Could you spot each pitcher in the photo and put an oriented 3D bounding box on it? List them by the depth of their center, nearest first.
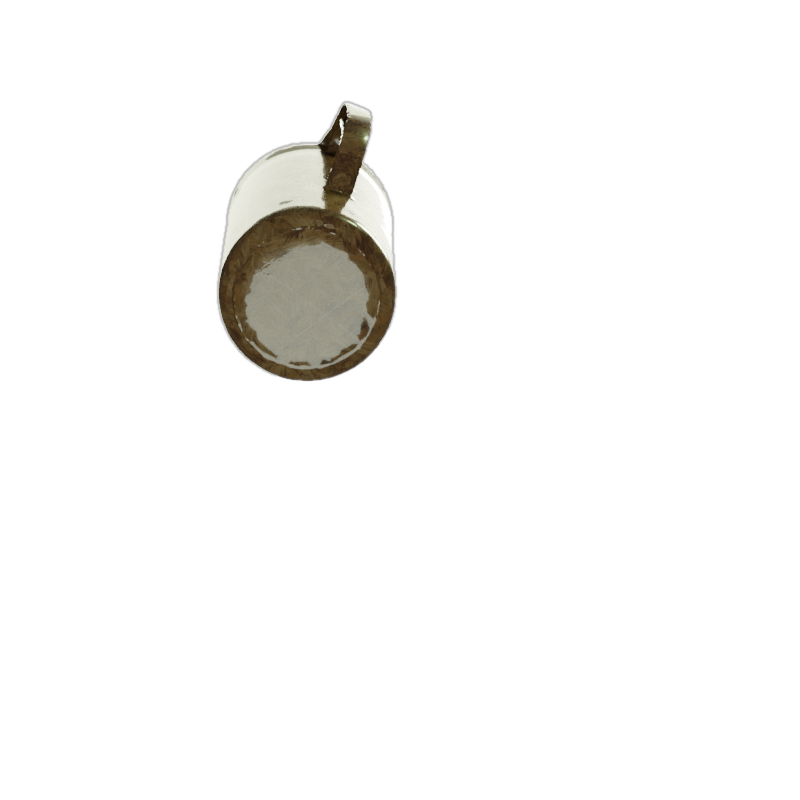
[{"bbox_3d":[-0.061,-0.111,0.774,0.145,0.144,0.252,-22,17,4],"label":"pitcher"}]
